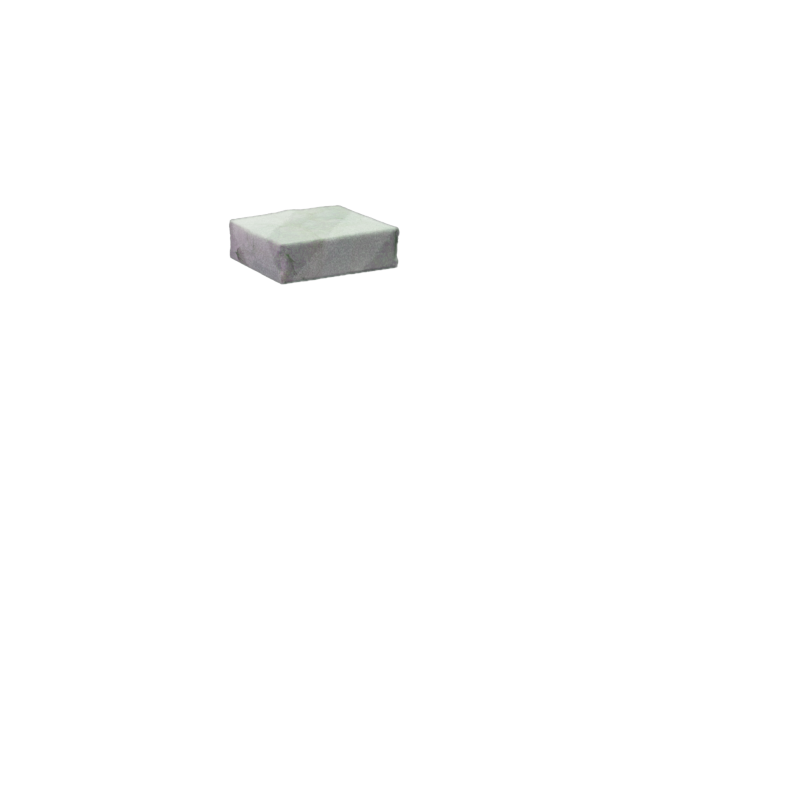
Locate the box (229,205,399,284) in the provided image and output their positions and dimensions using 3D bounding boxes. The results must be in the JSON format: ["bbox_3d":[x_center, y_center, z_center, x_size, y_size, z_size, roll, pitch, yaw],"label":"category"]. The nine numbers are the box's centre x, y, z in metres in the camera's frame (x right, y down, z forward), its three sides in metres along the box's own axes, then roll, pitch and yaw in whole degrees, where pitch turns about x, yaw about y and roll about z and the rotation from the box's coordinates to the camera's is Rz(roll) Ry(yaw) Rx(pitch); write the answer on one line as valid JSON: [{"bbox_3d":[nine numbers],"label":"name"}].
[{"bbox_3d":[-0.056,-0.103,0.722,0.087,0.029,0.078,-13,25,-29],"label":"box"}]
